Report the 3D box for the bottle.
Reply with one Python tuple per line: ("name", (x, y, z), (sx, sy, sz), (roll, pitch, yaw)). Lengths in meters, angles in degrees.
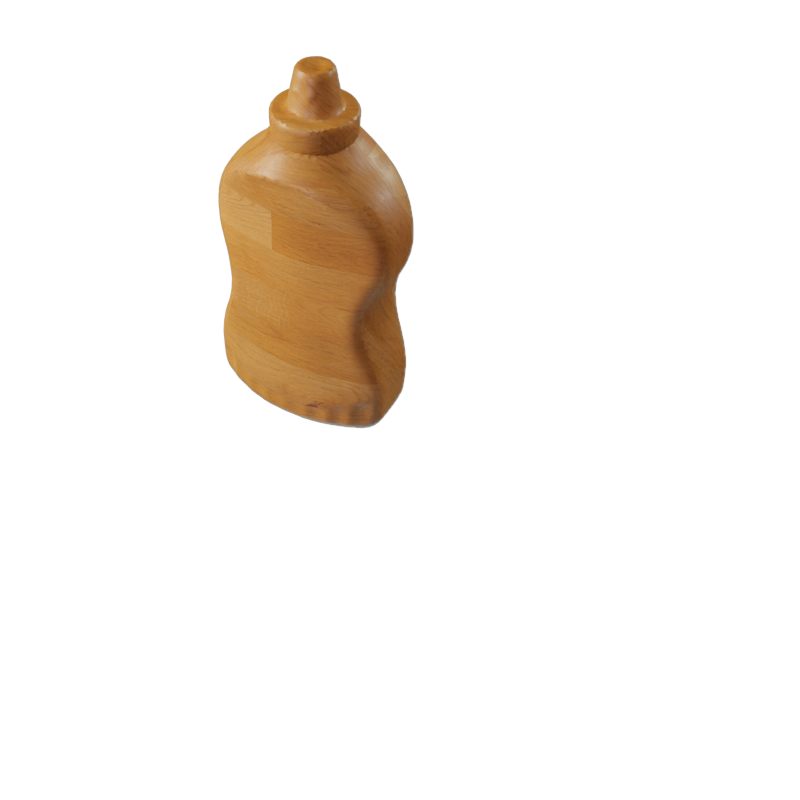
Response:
("bottle", (-0.041, -0.076, 0.533), (0.101, 0.179, 0.060), (24, 46, 22))
